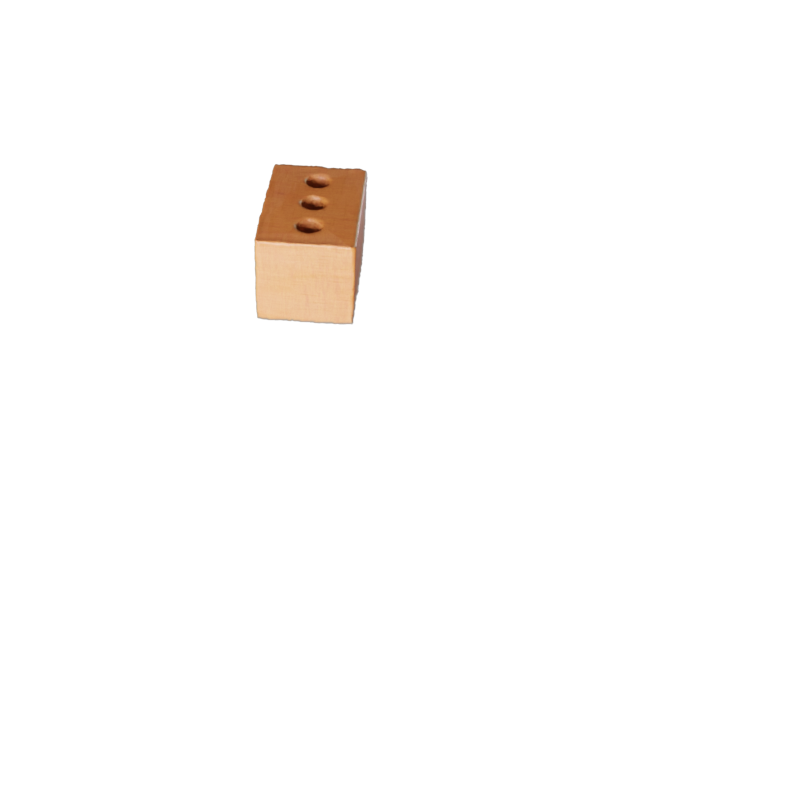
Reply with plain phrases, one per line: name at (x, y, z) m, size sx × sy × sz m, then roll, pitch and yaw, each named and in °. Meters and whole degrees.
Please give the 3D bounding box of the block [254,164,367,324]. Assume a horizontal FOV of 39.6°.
block at (-0.046, -0.084, 0.591) m, size 0.053 × 0.048 × 0.083 m, roll 3°, pitch 39°, yaw 2°
